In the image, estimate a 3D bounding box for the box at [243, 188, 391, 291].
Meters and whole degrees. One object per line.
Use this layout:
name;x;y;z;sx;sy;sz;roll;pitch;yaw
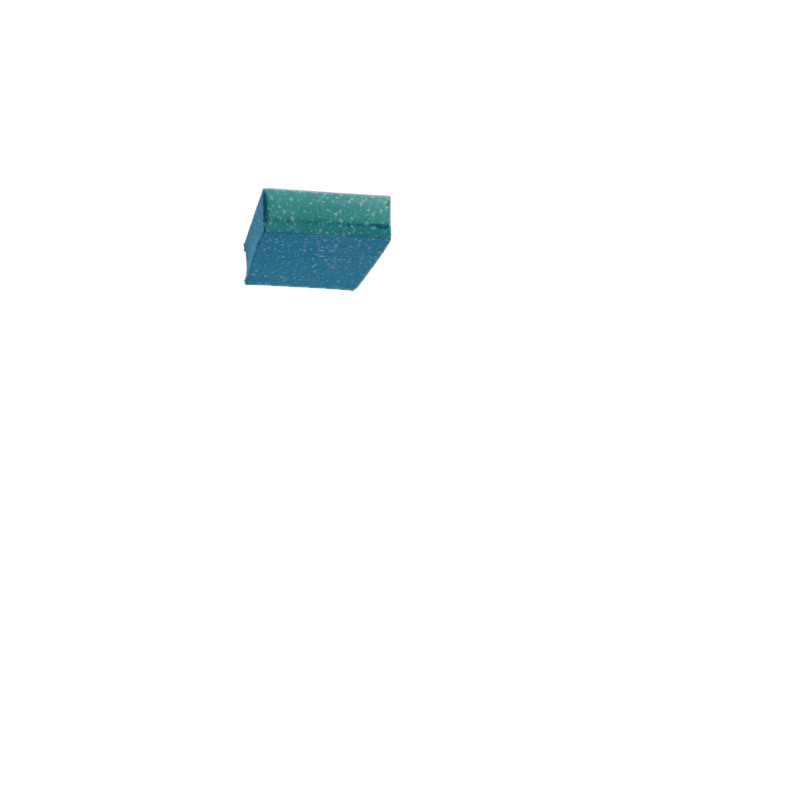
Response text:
box;-0.062;-0.114;0.797;0.088;0.041;0.110;4;-17;-13
